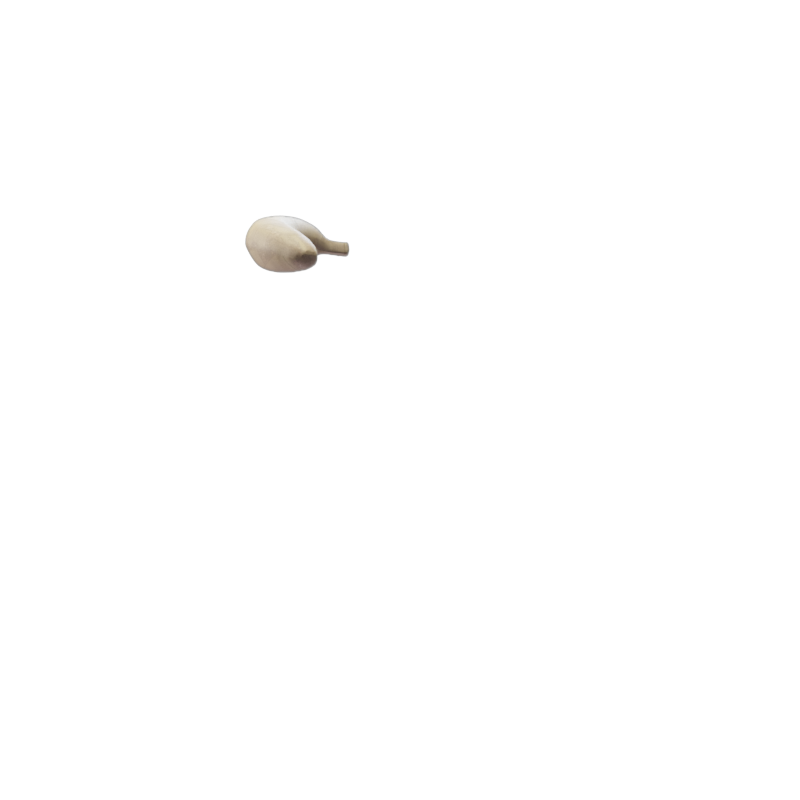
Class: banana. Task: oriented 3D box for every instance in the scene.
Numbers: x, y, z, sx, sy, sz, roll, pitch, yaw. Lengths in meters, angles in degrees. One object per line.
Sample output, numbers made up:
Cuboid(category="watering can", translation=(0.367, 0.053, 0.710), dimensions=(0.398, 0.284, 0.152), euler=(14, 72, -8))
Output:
Cuboid(category="banana", translation=(-0.083, -0.120, 0.839), dimensions=(0.070, 0.036, 0.199), euler=(1, 11, 5))
